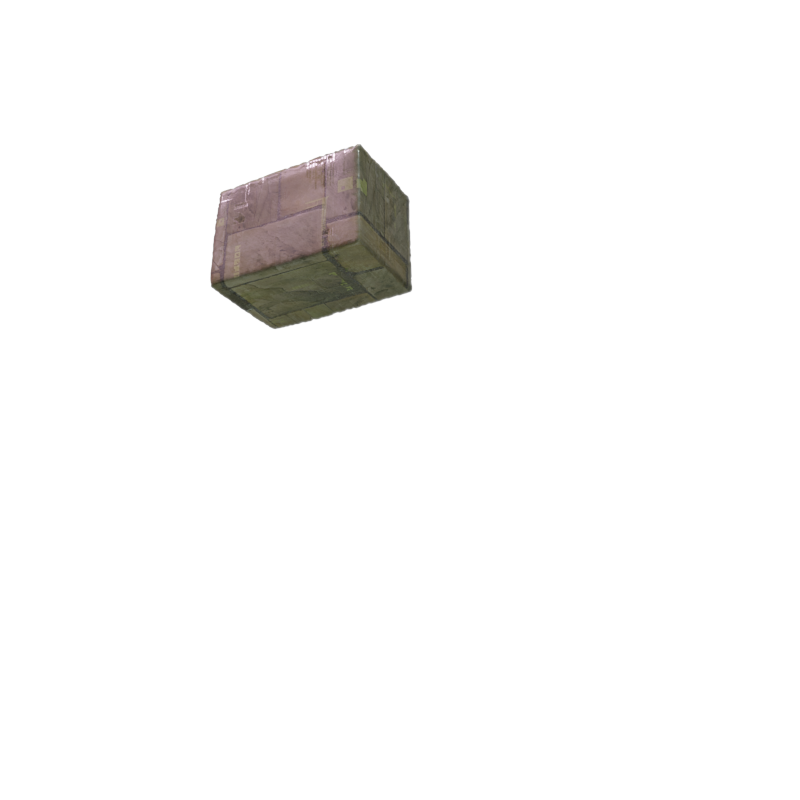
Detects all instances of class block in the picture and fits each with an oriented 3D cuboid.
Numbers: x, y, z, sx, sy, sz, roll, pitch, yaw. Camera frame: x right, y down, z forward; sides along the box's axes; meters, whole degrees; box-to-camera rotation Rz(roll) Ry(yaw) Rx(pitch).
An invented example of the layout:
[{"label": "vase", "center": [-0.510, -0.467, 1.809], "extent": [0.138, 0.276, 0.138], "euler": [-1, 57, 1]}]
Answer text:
[{"label": "block", "center": [-0.040, -0.073, 0.510], "extent": [0.079, 0.054, 0.049], "euler": [-14, -30, 25]}]
